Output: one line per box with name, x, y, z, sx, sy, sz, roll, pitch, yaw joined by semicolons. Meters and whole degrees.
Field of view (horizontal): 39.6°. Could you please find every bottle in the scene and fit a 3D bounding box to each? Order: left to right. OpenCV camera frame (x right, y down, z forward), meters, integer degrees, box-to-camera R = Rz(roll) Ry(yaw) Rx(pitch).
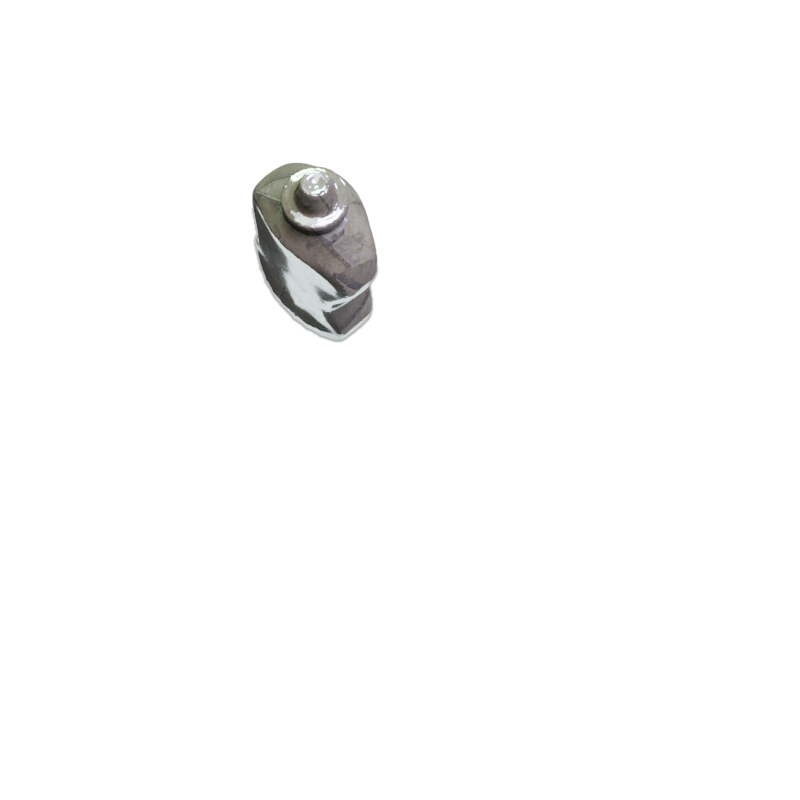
bottle;-0.056;-0.104;0.724;0.059;0.099;0.185;-38;-9;-11
